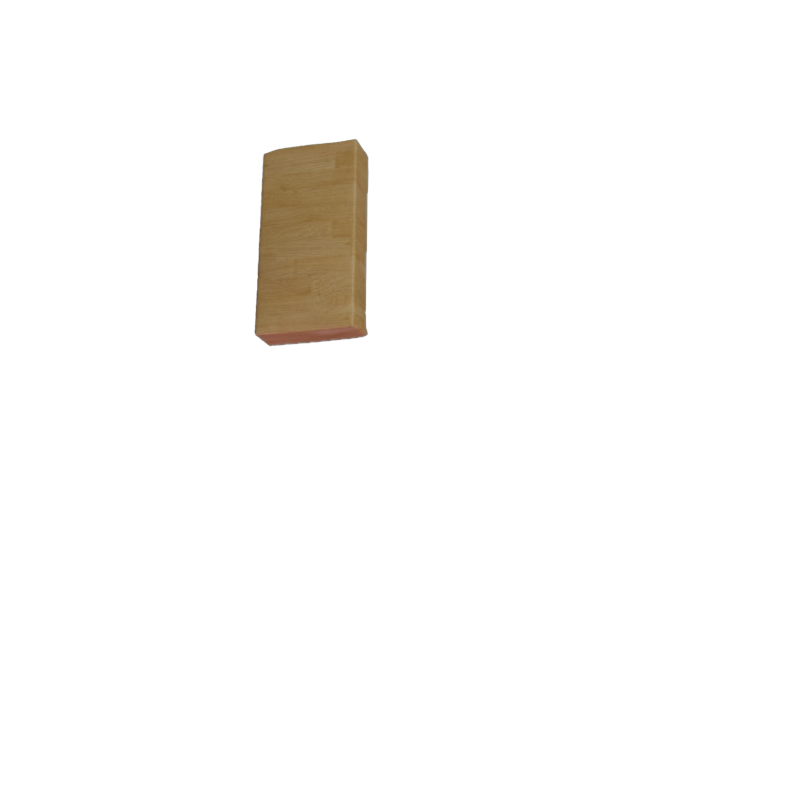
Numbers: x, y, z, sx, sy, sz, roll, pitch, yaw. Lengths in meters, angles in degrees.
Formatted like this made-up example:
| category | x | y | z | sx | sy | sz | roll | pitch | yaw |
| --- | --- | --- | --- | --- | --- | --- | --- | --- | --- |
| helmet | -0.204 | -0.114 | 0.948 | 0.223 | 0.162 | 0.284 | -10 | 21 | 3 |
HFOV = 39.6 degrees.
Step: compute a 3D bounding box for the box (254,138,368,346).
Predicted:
| category | x | y | z | sx | sy | sz | roll | pitch | yaw |
| --- | --- | --- | --- | --- | --- | --- | --- | --- | --- |
| box | -0.077 | -0.140 | 0.980 | 0.095 | 0.184 | 0.045 | -6 | -19 | 16 |
